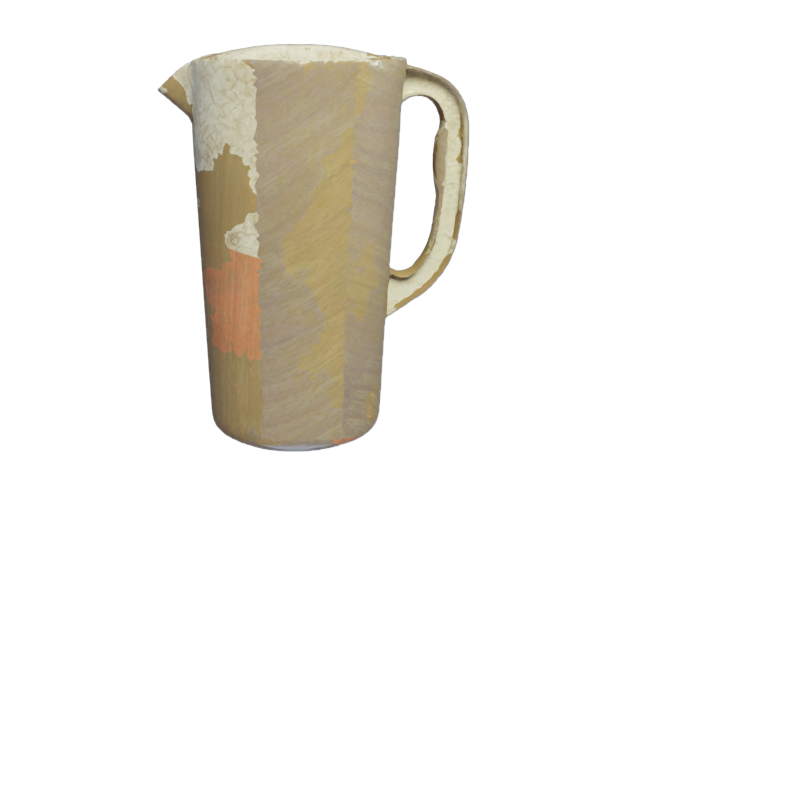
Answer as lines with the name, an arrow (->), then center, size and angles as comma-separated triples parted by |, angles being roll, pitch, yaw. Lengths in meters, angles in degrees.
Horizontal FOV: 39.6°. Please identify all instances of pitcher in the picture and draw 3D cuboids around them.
pitcher -> -0.054, -0.099, 0.692 | 0.157, 0.236, 0.142 | 12, 18, 36
